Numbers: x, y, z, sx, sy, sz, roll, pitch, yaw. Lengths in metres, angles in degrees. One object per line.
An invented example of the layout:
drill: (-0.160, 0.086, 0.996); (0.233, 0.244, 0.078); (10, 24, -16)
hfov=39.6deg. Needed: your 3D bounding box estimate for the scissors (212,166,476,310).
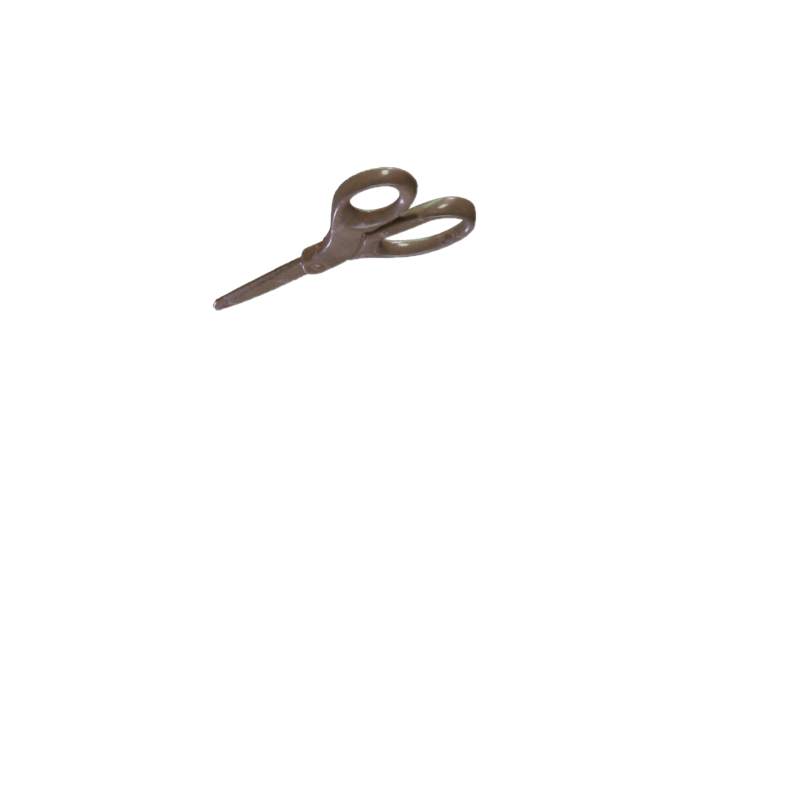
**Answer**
scissors: (-0.054, -0.098, 0.689); (0.205, 0.017, 0.089); (-12, -28, 23)
